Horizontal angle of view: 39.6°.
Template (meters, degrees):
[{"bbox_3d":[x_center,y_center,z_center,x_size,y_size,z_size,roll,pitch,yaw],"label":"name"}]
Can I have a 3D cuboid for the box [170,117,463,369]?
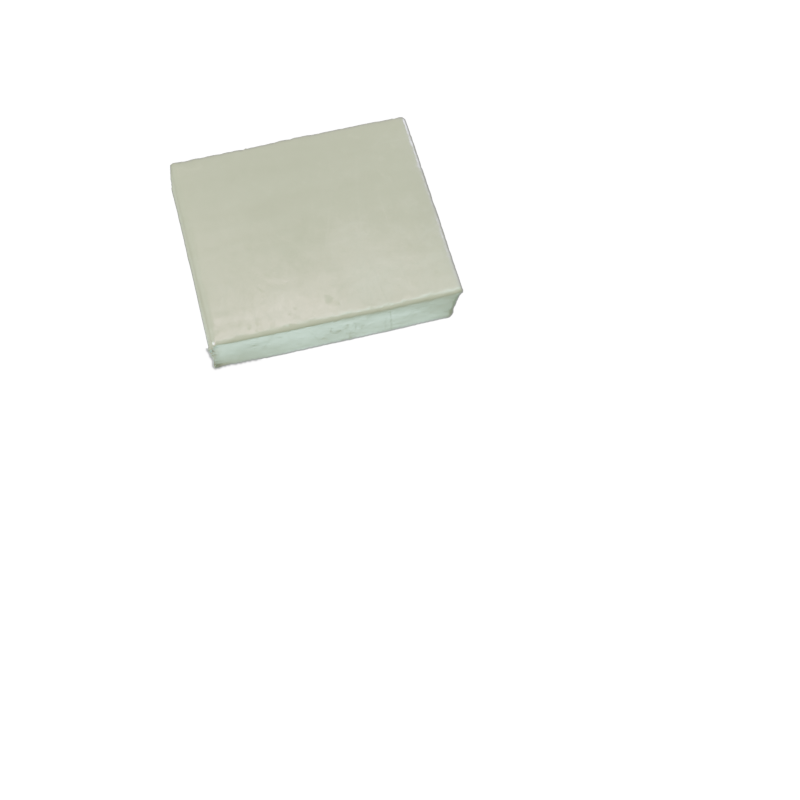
[{"bbox_3d":[-0.039,-0.071,0.496,0.113,0.095,0.037,-14,-23,-7],"label":"box"}]
